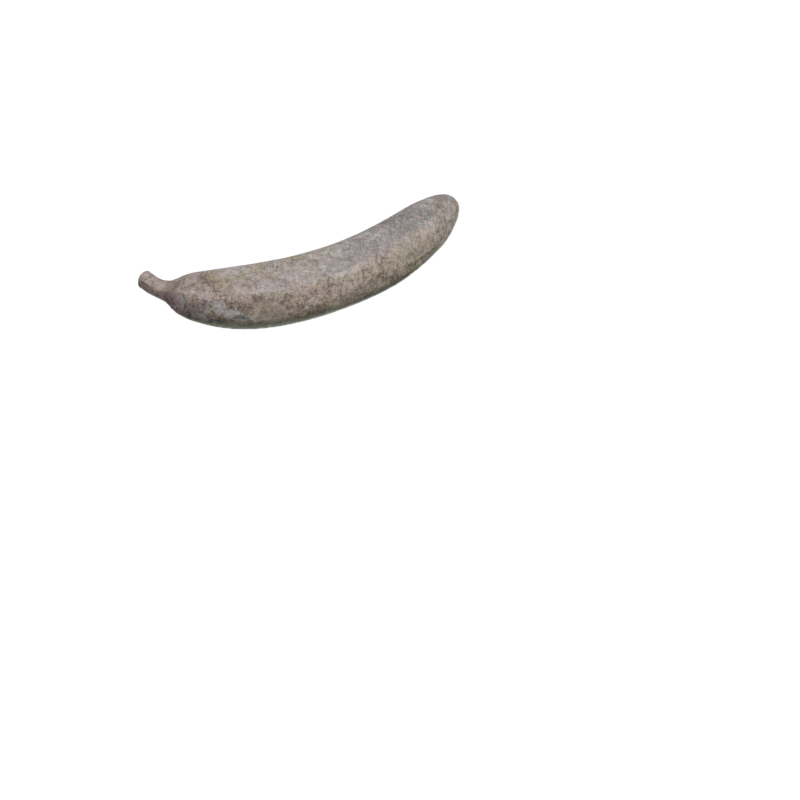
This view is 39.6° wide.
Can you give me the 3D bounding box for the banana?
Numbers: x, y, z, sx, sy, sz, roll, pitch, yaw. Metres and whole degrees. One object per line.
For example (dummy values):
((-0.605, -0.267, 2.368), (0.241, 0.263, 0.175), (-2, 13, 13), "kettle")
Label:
((-0.047, -0.077, 0.632), (0.196, 0.075, 0.034), (-15, -40, -13), "banana")
